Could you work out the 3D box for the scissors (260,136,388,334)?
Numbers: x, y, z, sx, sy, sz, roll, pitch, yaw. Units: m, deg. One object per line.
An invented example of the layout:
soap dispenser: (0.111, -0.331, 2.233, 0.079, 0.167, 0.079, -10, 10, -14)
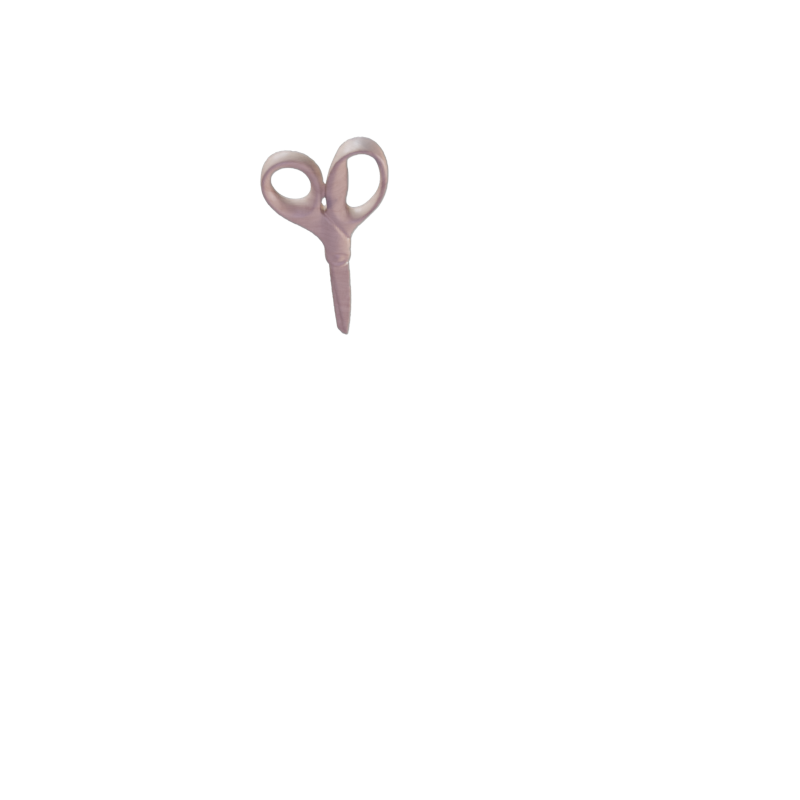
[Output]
scissors: (-0.063, -0.114, 0.802, 0.095, 0.017, 0.191, 9, -39, -11)
